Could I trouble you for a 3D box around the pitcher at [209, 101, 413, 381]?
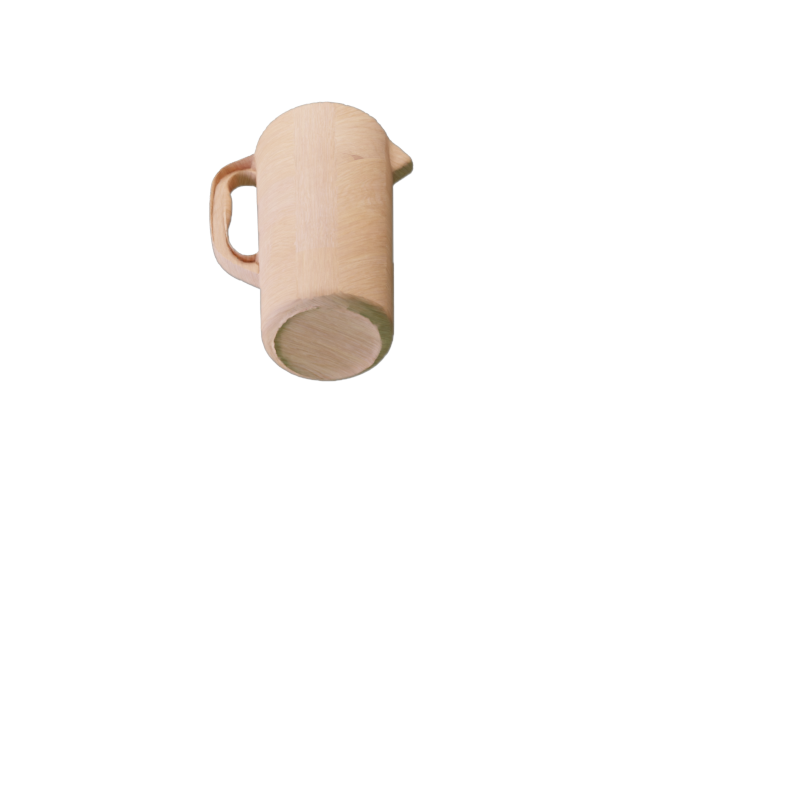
[{"bbox_3d":[-0.076,-0.139,0.974,0.136,0.261,0.147,32,-53,-32],"label":"pitcher"}]
